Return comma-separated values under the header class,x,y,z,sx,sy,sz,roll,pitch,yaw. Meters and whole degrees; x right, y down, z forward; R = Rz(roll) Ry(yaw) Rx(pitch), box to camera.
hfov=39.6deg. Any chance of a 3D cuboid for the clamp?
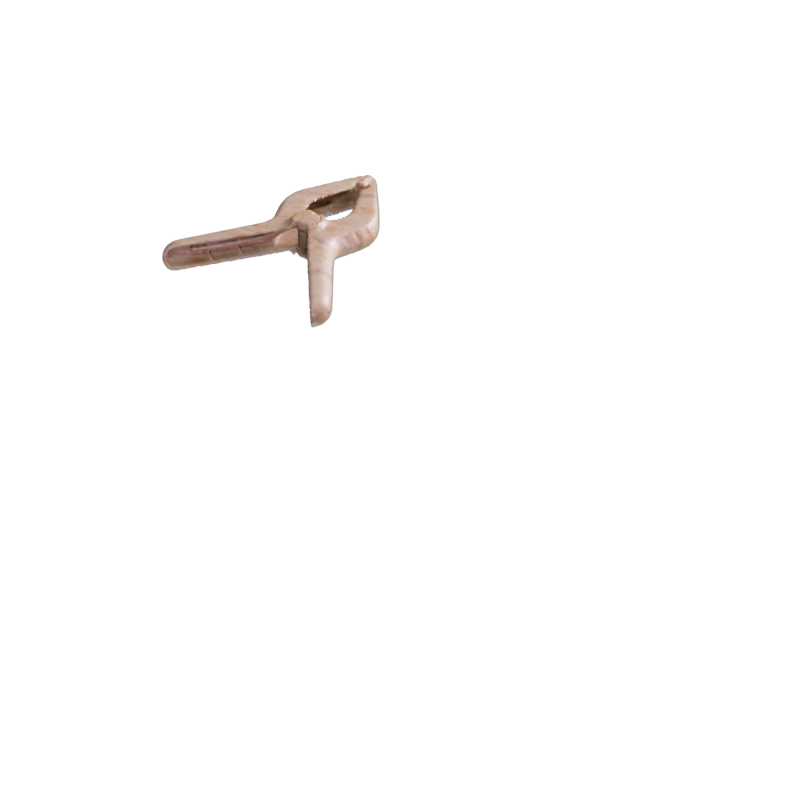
class,x,y,z,sx,sy,sz,roll,pitch,yaw
clamp,-0.074,-0.135,0.948,0.175,0.034,0.211,27,45,31
